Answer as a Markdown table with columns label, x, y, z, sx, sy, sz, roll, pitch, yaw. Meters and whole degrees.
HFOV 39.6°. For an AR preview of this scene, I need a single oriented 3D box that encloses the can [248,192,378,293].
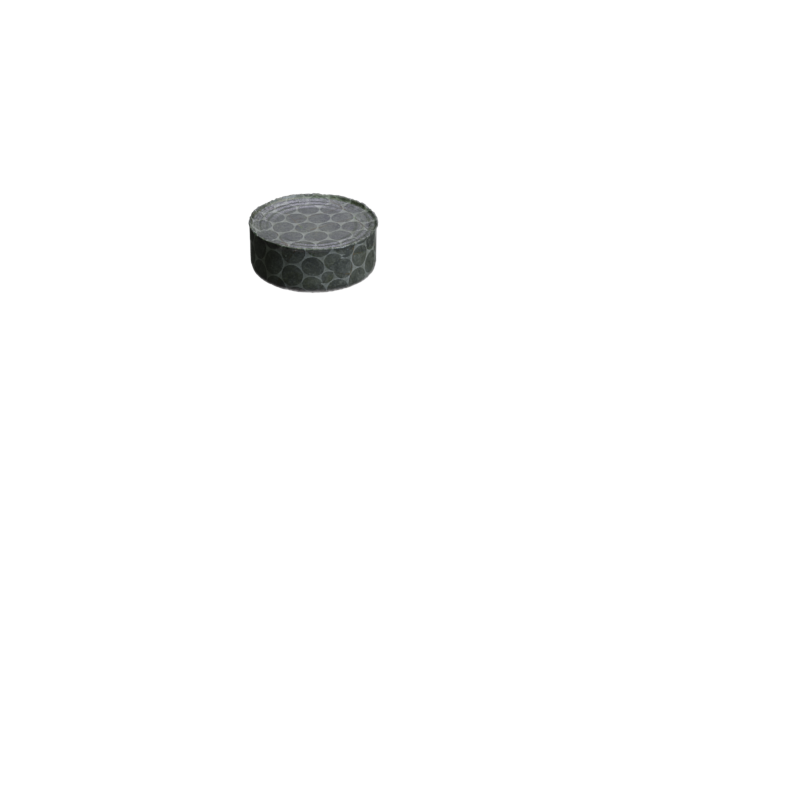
| label | x | y | z | sx | sy | sz | roll | pitch | yaw |
| --- | --- | --- | --- | --- | --- | --- | --- | --- | --- |
| can | -0.058 | -0.106 | 0.740 | 0.086 | 0.032 | 0.091 | -1 | 32 | -2 |
